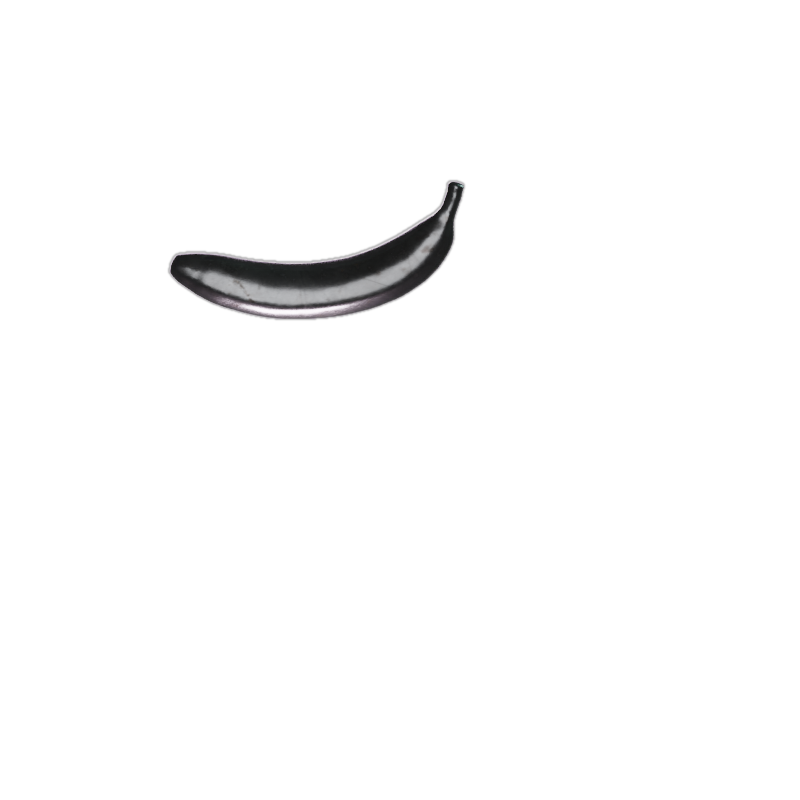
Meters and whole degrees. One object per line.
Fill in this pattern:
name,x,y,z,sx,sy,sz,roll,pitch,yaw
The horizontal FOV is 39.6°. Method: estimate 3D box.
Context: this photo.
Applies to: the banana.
banana,-0.048,-0.087,0.725,0.198,0.068,0.038,-15,9,2
